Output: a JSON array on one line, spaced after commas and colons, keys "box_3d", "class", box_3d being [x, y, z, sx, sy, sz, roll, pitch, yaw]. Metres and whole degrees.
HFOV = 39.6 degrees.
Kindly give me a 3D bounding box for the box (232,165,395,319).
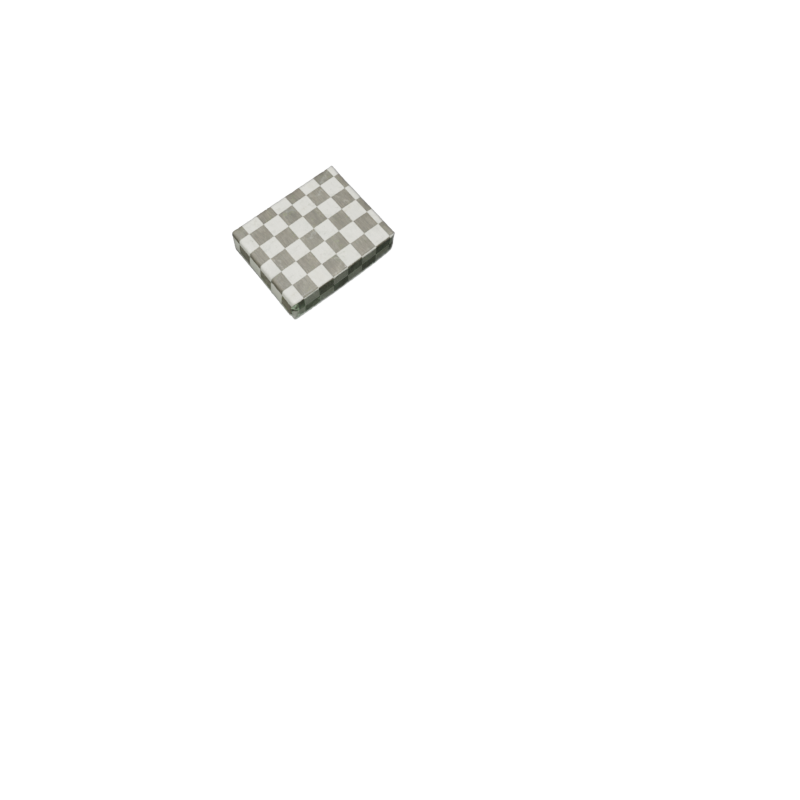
[{"box_3d": [-0.076, -0.138, 0.966, 0.114, 0.095, 0.037, -36, -21, -17], "class": "box"}]
